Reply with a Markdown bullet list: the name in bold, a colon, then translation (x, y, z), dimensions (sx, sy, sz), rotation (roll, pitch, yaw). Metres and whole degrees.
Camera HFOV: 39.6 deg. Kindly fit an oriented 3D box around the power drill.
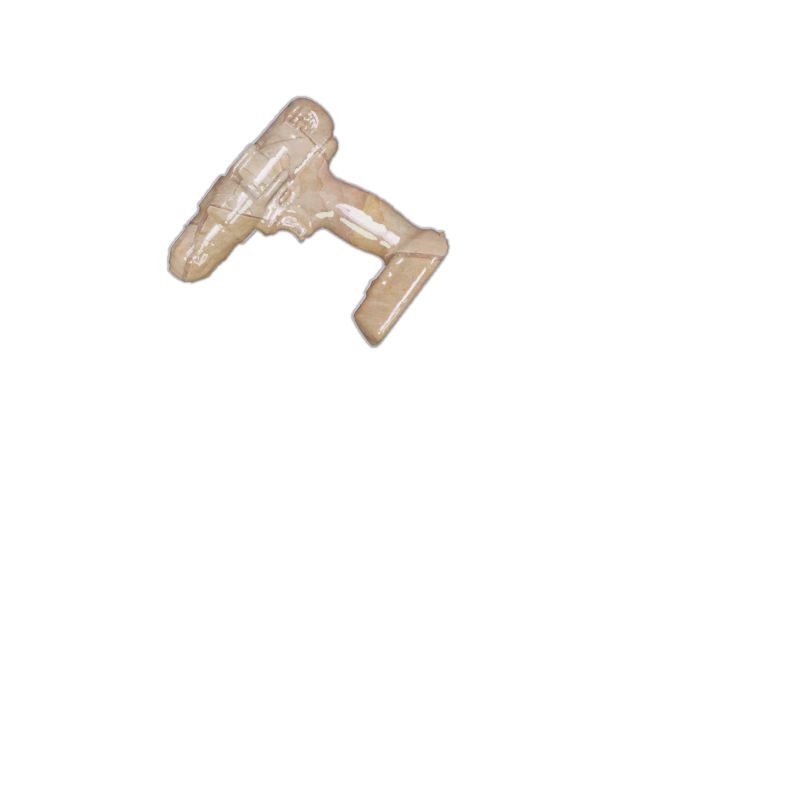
- **power drill**: translation (-0.070, -0.128, 0.898), dimensions (0.190, 0.186, 0.056), rotation (38, -7, 5)
